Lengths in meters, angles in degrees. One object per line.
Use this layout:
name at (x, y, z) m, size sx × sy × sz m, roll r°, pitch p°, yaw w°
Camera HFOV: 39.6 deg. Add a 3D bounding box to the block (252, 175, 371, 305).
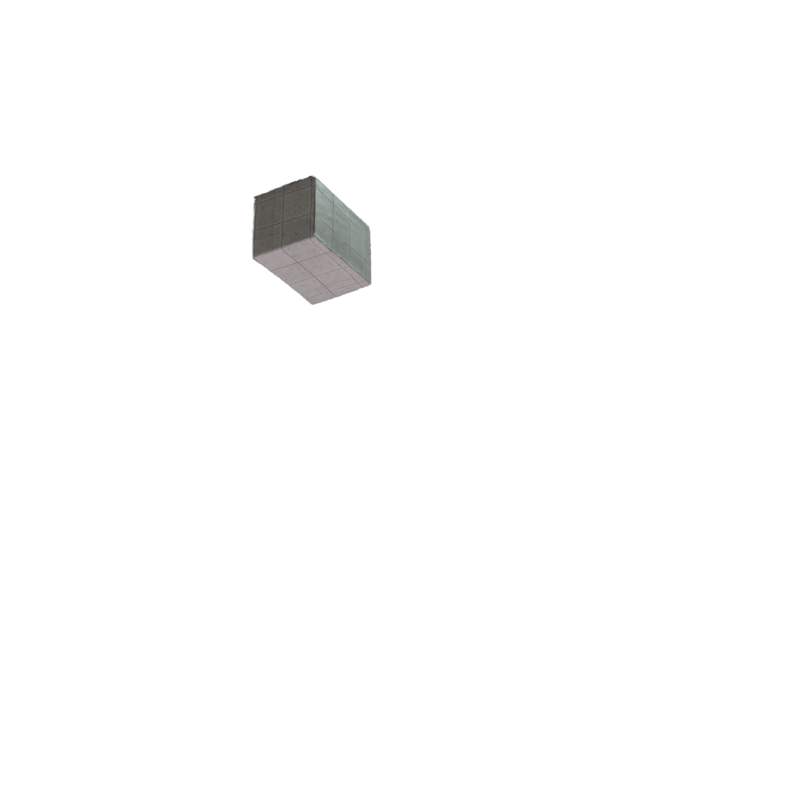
block at (-0.061, -0.111, 0.777) m, size 0.053 × 0.055 × 0.072 m, roll -17°, pitch -32°, yaw 25°
